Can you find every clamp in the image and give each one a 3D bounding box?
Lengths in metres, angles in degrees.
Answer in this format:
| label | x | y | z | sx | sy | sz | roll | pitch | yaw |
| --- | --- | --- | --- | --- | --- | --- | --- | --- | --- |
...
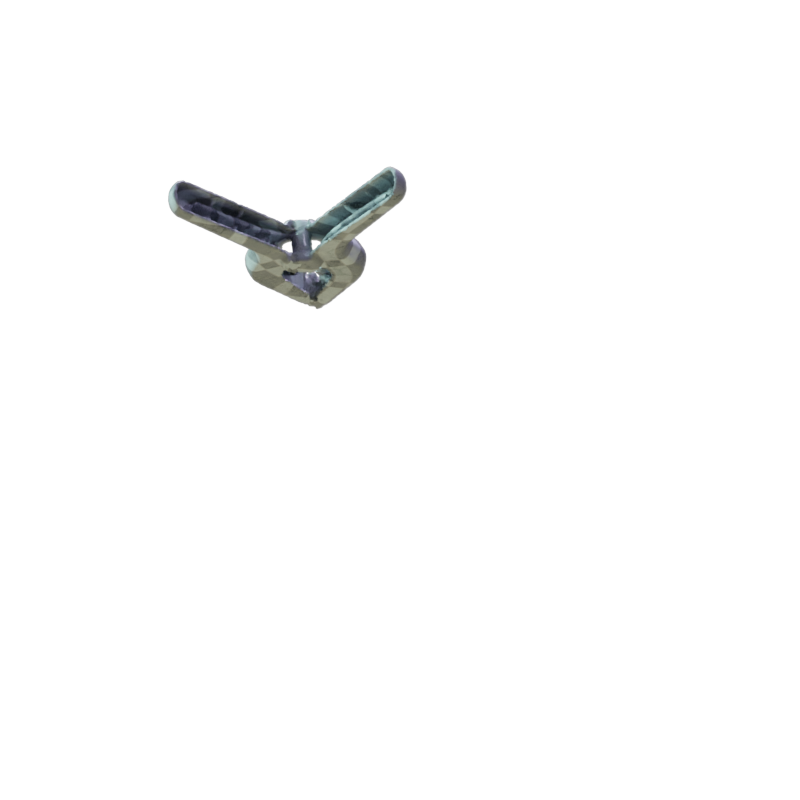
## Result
| label | x | y | z | sx | sy | sz | roll | pitch | yaw |
| --- | --- | --- | --- | --- | --- | --- | --- | --- | --- |
| clamp | -0.066 | -0.120 | 0.840 | 0.166 | 0.038 | 0.198 | -3 | -18 | 10 |
